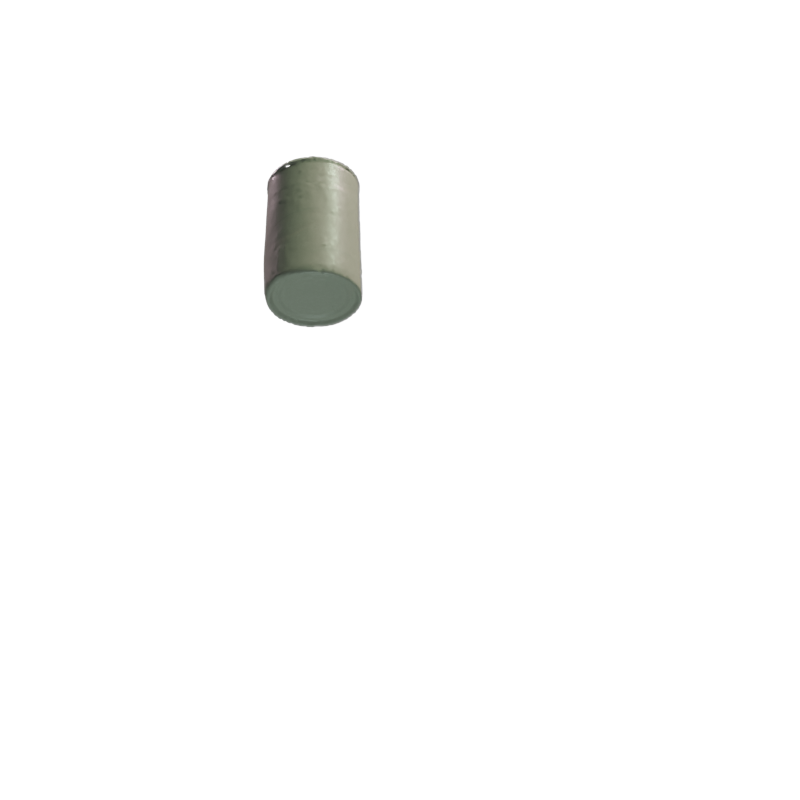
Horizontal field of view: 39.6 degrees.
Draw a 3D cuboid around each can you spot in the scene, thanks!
[{"bbox_3d":[-0.061,-0.111,0.780,0.068,0.109,0.064,-1,-35,-2],"label":"can"}]
